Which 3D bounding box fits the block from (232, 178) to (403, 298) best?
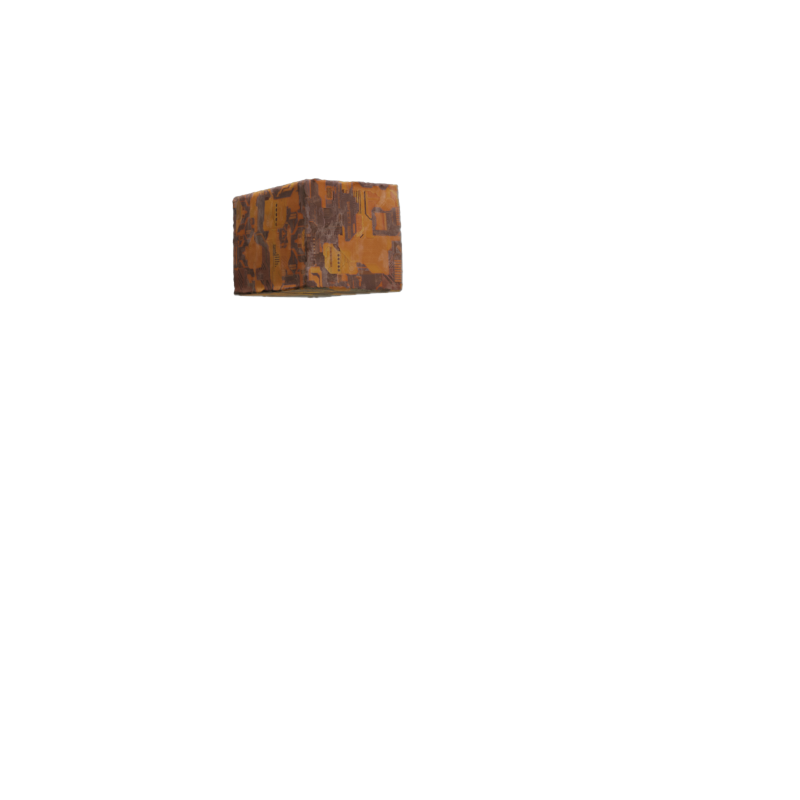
[{"bbox_3d":[-0.042,-0.077,0.537,0.051,0.052,0.080,1,0,-34],"label":"block"}]
